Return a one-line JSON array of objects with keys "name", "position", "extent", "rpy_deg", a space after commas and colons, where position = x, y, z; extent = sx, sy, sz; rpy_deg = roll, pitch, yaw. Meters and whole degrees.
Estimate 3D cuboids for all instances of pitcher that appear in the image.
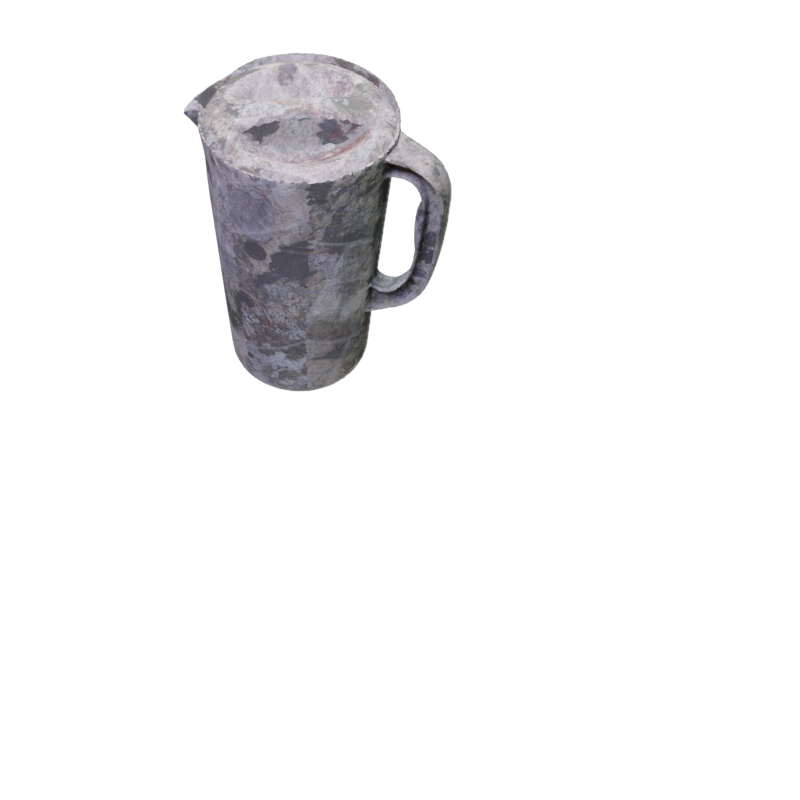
[{"name": "pitcher", "position": [-0.063, -0.114, 0.799], "extent": [0.144, 0.161, 0.226], "rpy_deg": [-19, -37, -18]}]
